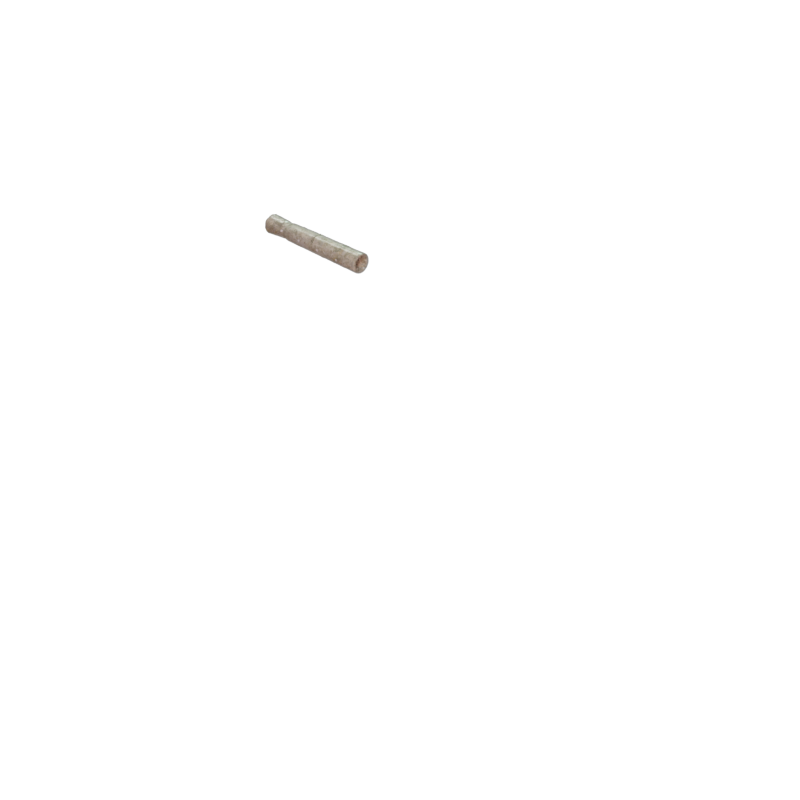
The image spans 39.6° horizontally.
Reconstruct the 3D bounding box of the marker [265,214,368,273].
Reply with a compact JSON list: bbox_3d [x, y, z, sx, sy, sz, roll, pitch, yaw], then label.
[{"bbox_3d":[-0.077,-0.141,0.989,0.129,0.019,0.019,29,22,38],"label":"marker"}]
